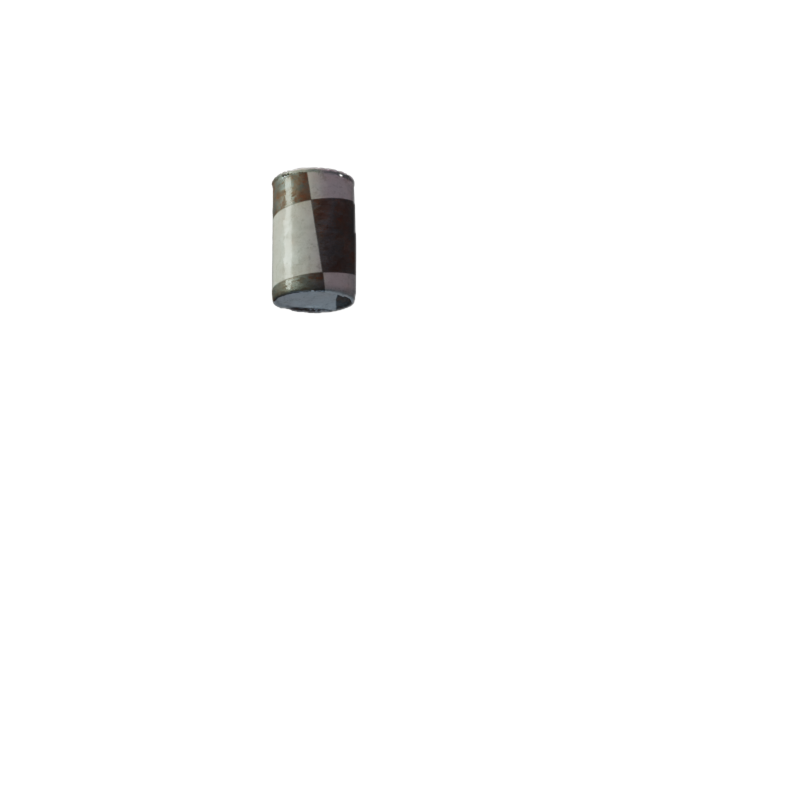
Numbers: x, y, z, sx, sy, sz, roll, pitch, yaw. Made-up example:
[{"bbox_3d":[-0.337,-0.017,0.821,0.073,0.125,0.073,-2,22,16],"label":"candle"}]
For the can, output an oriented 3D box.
[{"bbox_3d":[-0.070,-0.127,0.891,0.068,0.106,0.066,0,-16,-2],"label":"can"}]
